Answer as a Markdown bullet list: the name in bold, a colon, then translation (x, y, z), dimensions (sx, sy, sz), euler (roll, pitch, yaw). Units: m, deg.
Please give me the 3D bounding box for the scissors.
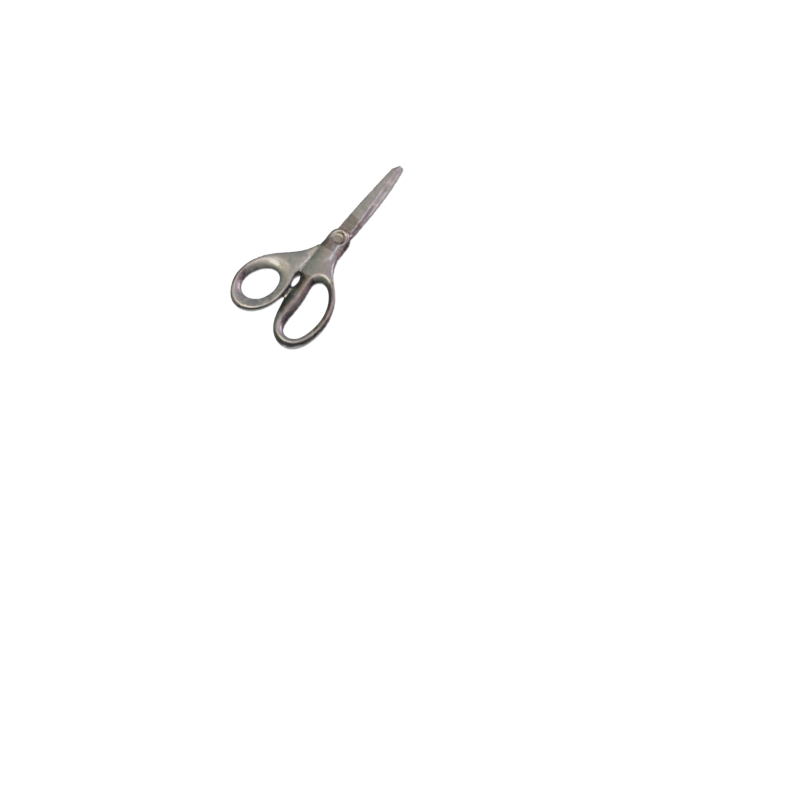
- **scissors**: translation (-0.073, -0.133, 0.934), dimensions (0.098, 0.211, 0.015), euler (15, -30, 9)
